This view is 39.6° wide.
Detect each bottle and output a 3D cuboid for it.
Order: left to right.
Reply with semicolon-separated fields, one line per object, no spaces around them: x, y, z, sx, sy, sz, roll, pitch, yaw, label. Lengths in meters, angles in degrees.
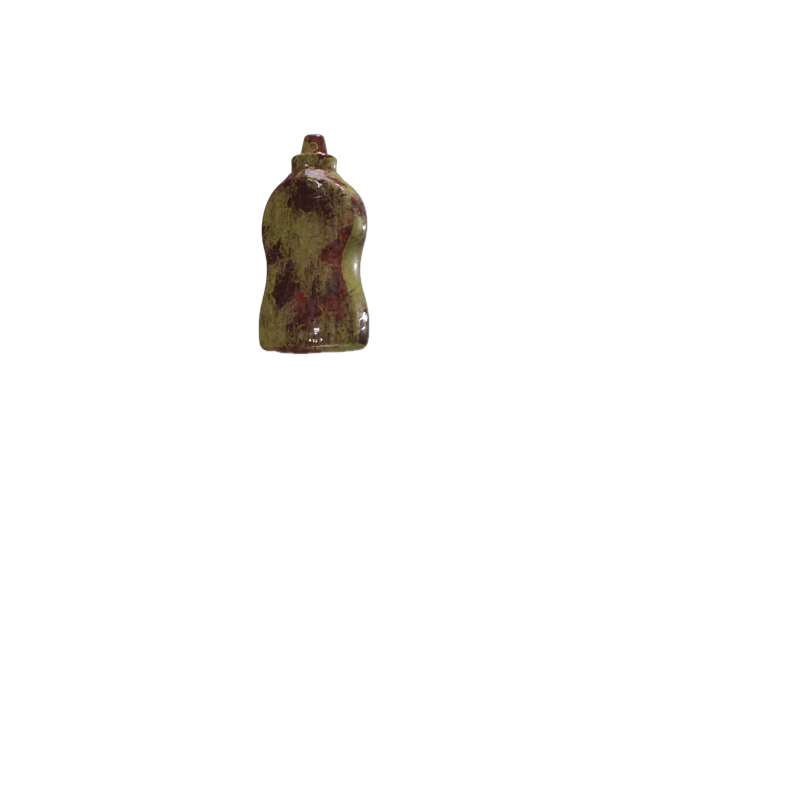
-0.076;-0.138;0.970;0.099;0.196;0.055;-6;-11;29;bottle
